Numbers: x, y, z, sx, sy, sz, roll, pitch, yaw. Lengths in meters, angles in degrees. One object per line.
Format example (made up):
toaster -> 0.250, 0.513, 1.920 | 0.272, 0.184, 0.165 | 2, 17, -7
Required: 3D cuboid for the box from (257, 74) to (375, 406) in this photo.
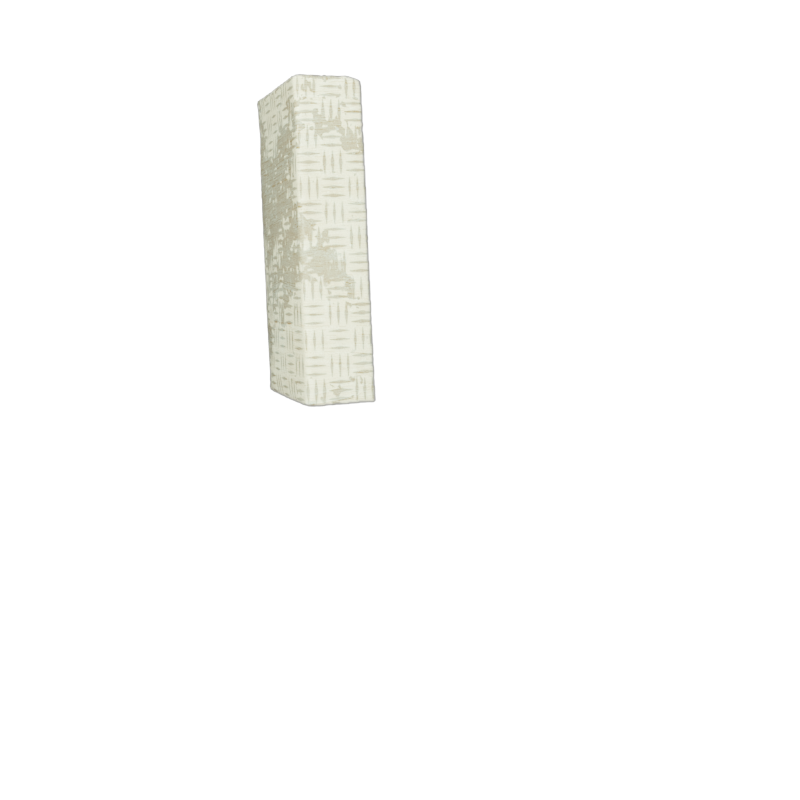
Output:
box -> -0.049, -0.090, 0.630 | 0.047, 0.177, 0.095 | 0, 0, -19
